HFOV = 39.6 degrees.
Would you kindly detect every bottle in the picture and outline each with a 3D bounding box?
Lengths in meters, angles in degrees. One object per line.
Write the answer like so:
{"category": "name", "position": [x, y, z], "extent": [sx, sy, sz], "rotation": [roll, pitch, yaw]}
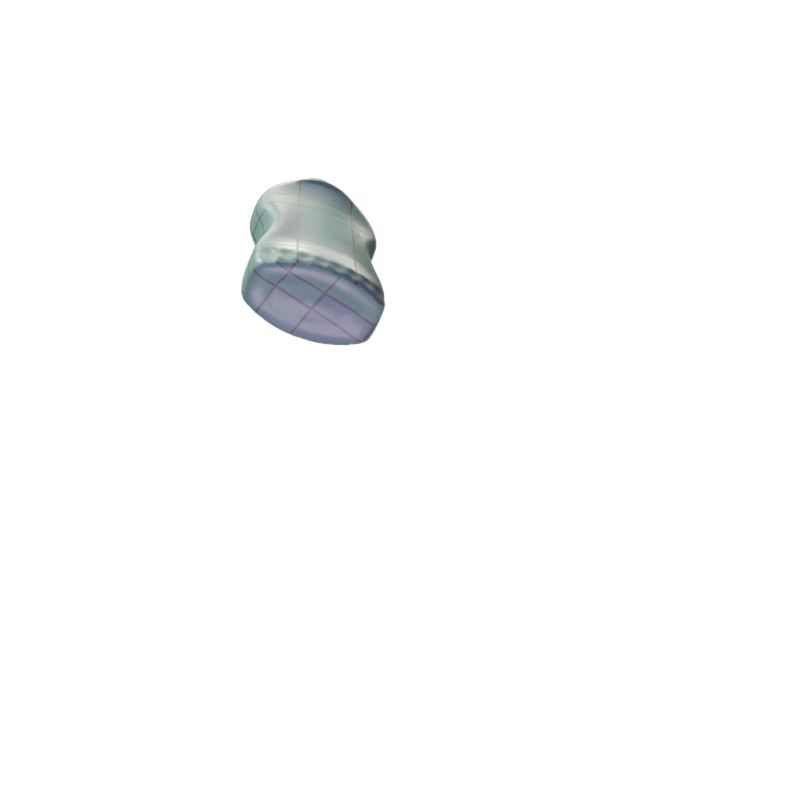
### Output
{"category": "bottle", "position": [-0.064, -0.117, 0.820], "extent": [0.094, 0.056, 0.204], "rotation": [16, 30, -13]}
